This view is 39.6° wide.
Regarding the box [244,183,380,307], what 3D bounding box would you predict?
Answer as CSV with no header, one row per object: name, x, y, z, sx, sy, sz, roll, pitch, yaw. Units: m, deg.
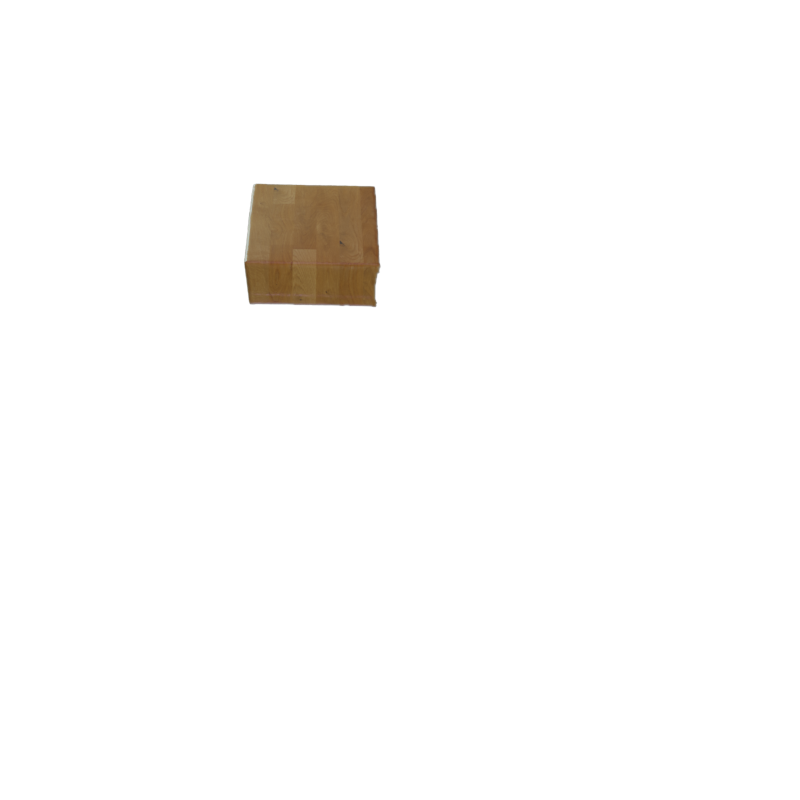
box,-0.061,-0.110,0.773,0.090,0.036,0.121,-1,38,-2
